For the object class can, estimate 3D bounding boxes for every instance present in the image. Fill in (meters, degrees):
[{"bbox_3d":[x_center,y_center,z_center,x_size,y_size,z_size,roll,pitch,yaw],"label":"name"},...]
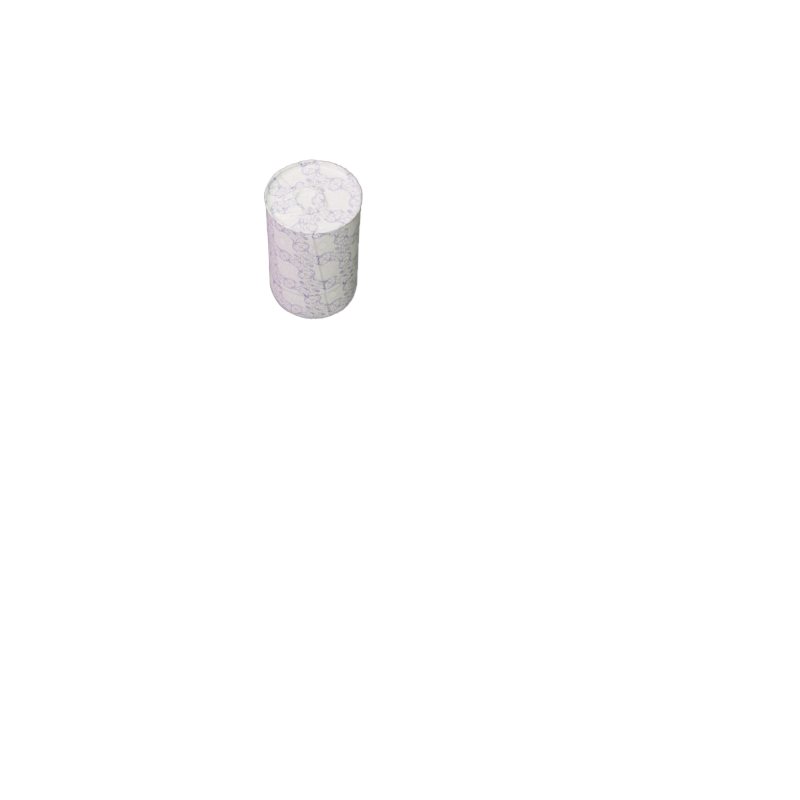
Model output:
[{"bbox_3d":[-0.063,-0.114,0.800,0.068,0.073,0.095,0,-35,-3],"label":"can"}]
